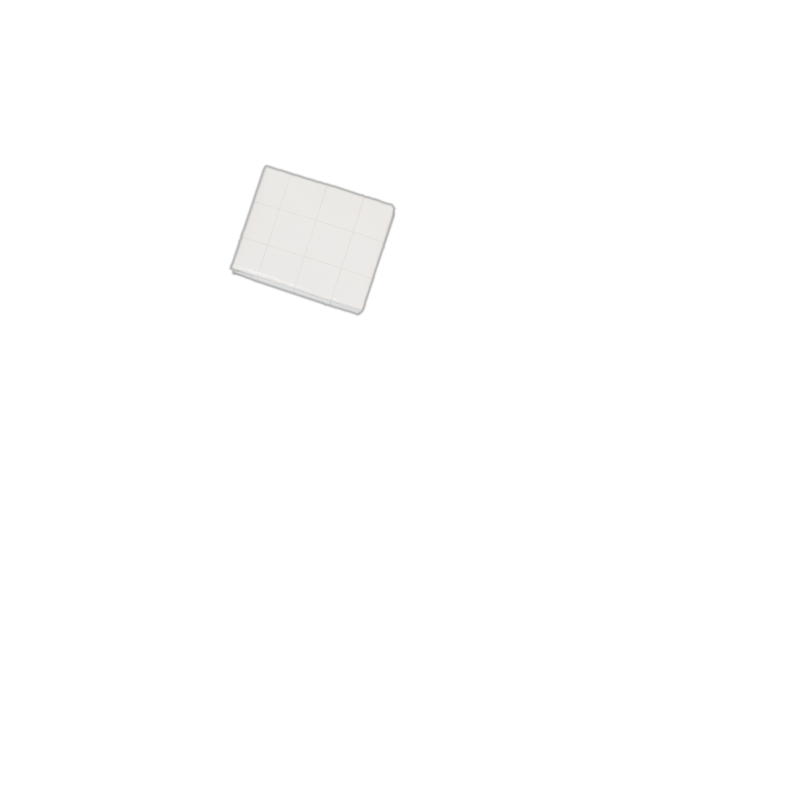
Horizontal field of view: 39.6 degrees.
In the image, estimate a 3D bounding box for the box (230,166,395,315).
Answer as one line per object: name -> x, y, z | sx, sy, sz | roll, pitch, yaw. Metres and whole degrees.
box -> -0.071, -0.129, 0.901 | 0.114, 0.092, 0.038 | 17, -11, 3
